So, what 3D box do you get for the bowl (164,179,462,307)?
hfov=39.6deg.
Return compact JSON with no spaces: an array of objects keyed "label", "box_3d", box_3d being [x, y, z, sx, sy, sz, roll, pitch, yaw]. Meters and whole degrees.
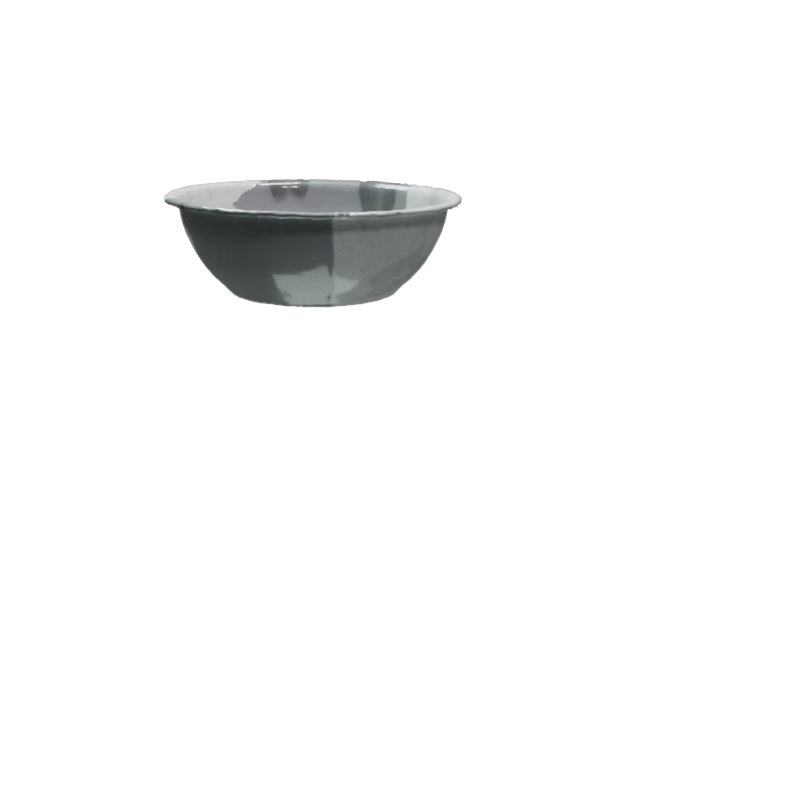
[{"label":"bowl","box_3d":[-0.048,-0.087,0.609,0.162,0.053,0.167,-1,16,-2]}]
